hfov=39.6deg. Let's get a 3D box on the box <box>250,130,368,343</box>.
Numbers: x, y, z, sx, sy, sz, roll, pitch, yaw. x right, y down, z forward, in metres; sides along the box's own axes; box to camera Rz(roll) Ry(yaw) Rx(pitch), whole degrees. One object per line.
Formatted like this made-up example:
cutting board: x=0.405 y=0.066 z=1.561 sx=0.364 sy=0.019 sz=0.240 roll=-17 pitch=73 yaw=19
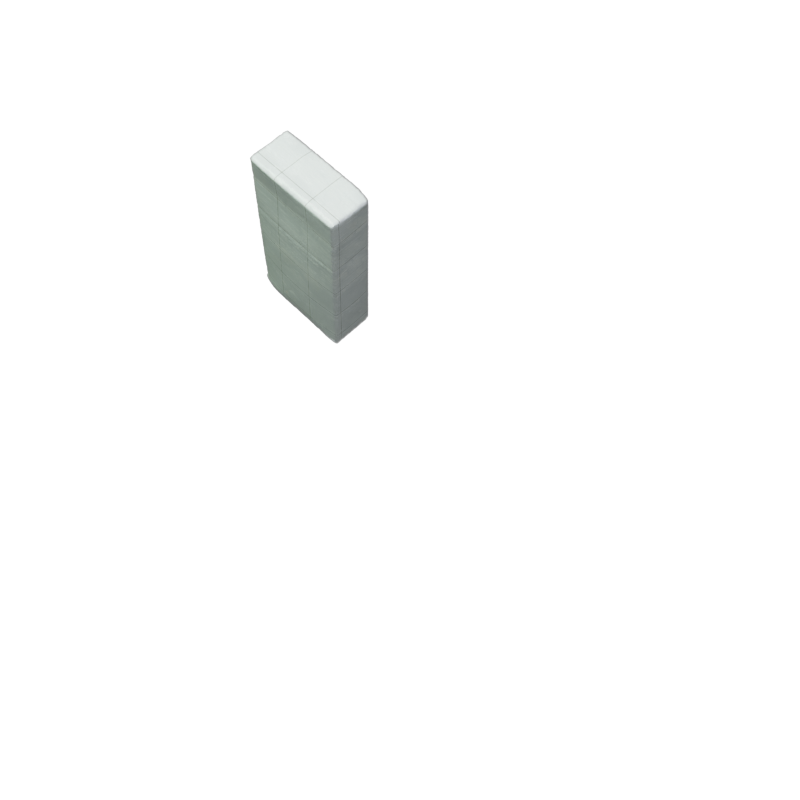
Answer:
box: x=-0.069 y=-0.127 z=0.889 sx=0.048 sy=0.098 sz=0.166 roll=-38 pitch=-21 yaw=-22
